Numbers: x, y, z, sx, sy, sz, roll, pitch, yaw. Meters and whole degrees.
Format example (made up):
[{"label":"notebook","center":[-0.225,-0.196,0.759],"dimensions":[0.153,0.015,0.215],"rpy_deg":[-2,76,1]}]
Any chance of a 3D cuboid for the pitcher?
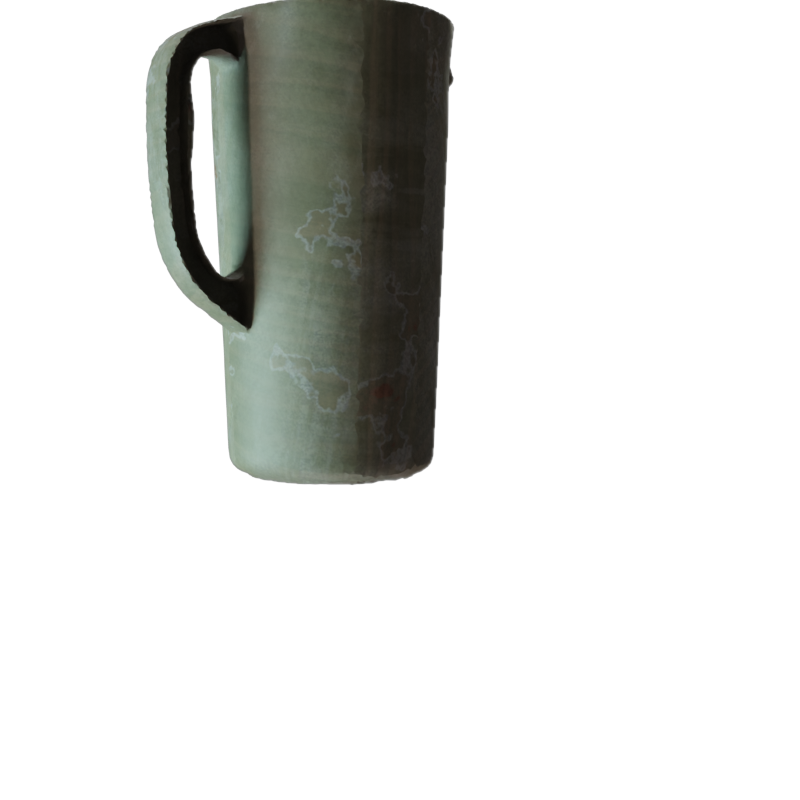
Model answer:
[{"label":"pitcher","center":[-0.046,-0.083,0.585],"dimensions":[0.150,0.245,0.143],"rpy_deg":[0,-2,6]}]
